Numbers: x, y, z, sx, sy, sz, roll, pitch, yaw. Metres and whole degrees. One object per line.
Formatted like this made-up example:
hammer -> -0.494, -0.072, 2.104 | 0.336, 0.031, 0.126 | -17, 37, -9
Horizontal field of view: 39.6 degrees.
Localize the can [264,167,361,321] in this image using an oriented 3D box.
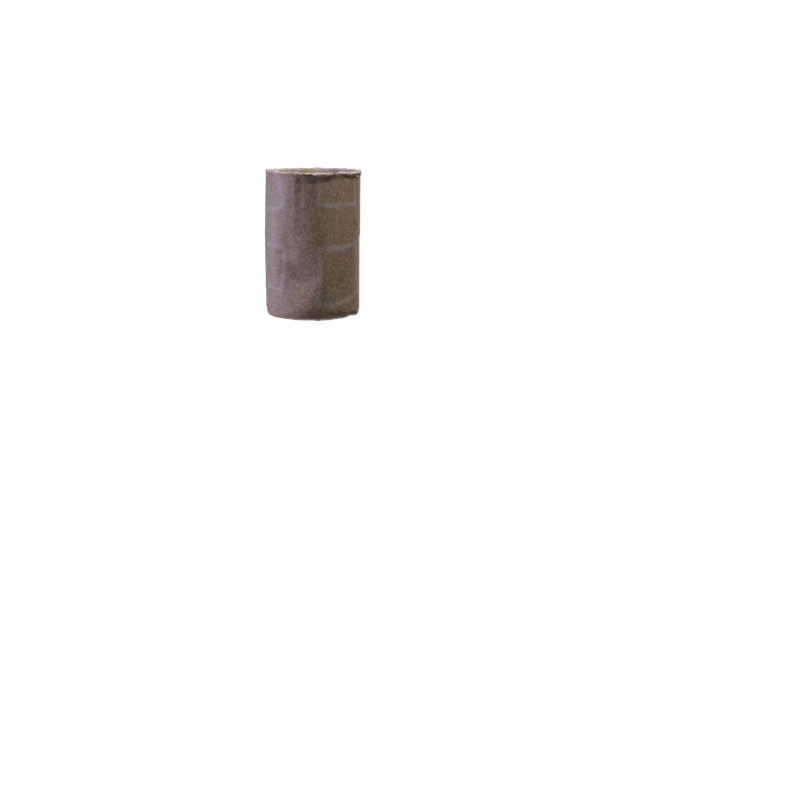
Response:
can -> -0.061, -0.112, 0.783 | 0.068, 0.100, 0.070 | 0, 9, -2
